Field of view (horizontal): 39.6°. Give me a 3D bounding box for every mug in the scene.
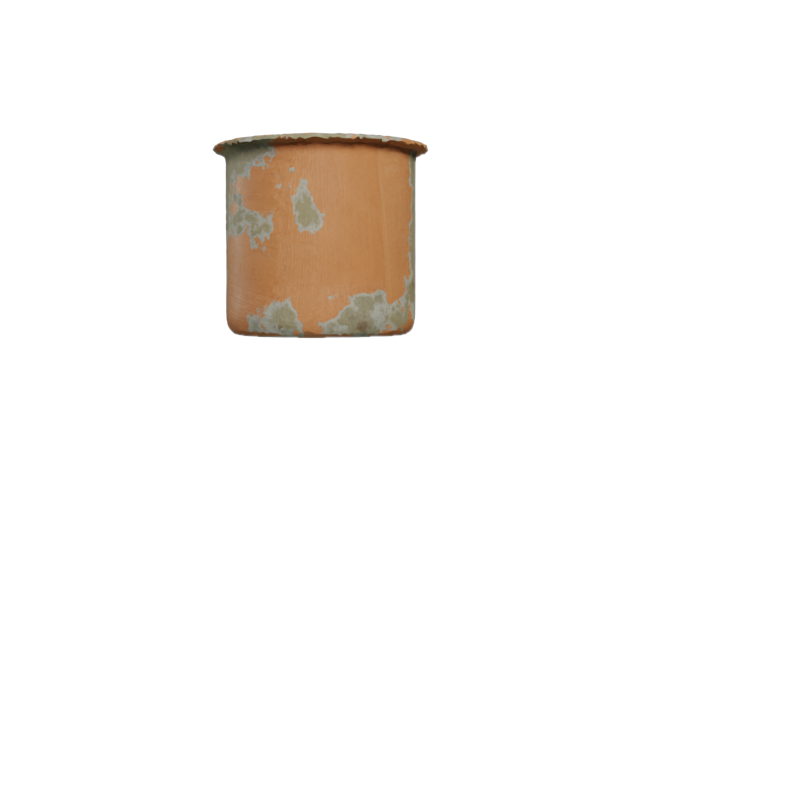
[{"bbox_3d":[-0.038,-0.070,0.491,0.091,0.082,0.120,-1,3,-18],"label":"mug"}]
